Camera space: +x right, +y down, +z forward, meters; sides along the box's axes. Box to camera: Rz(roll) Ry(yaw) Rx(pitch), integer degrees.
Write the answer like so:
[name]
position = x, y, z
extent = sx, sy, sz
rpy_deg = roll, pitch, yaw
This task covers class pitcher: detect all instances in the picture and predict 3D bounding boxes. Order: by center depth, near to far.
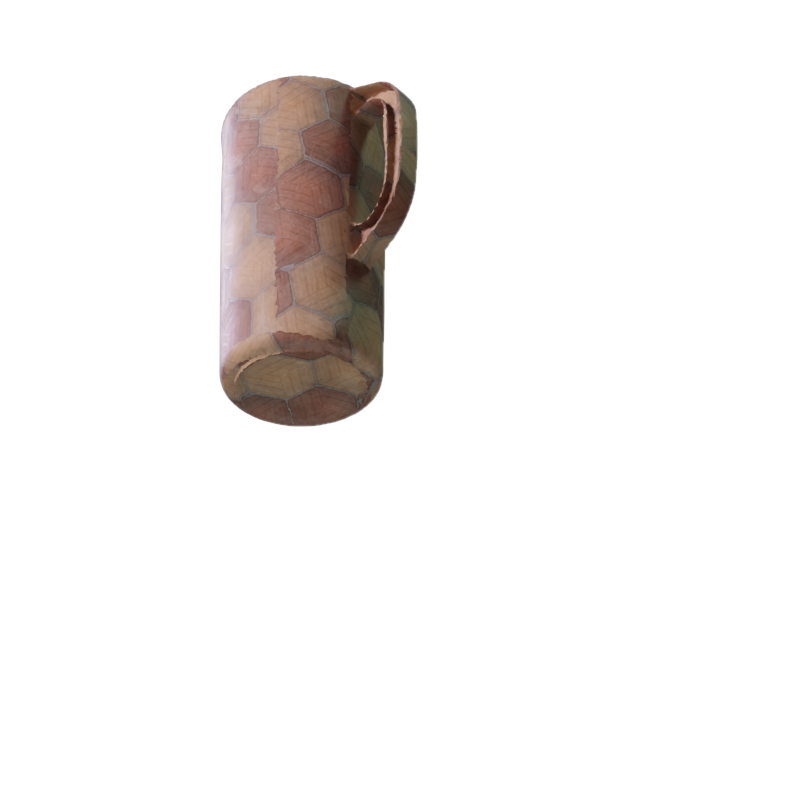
[pitcher]
position = -0.062, -0.113, 0.794
extent = 0.144, 0.261, 0.139
rpy_deg = 0, -38, -4
